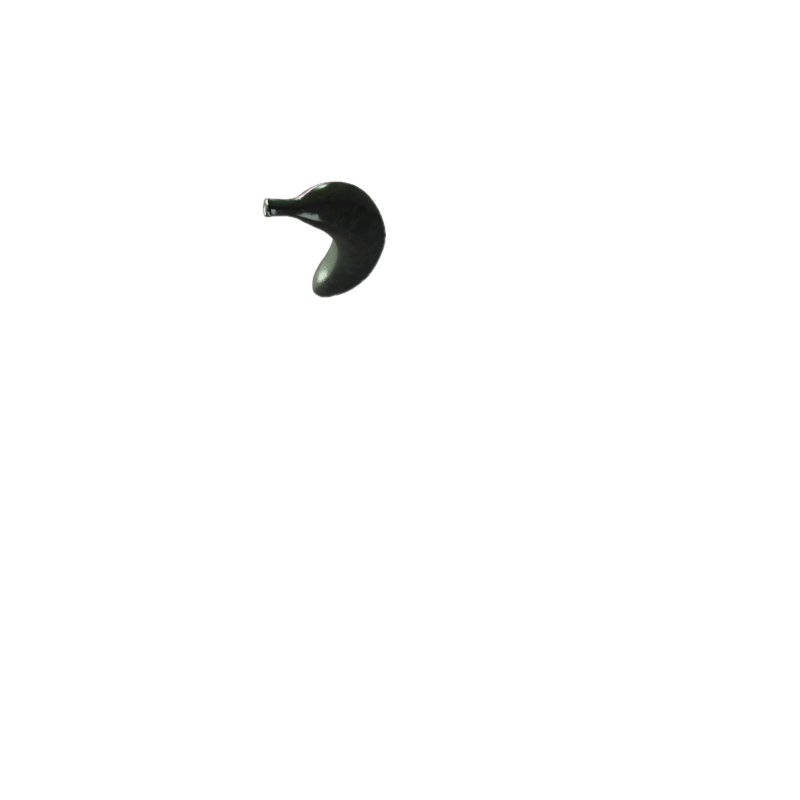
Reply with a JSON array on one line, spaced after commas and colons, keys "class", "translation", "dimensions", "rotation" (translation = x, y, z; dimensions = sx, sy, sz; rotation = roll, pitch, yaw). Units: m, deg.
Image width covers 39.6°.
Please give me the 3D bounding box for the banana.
[{"class": "banana", "translation": [-0.044, -0.114, 0.781], "dimensions": [0.070, 0.038, 0.188], "rotation": [-2, -13, 6]}]
